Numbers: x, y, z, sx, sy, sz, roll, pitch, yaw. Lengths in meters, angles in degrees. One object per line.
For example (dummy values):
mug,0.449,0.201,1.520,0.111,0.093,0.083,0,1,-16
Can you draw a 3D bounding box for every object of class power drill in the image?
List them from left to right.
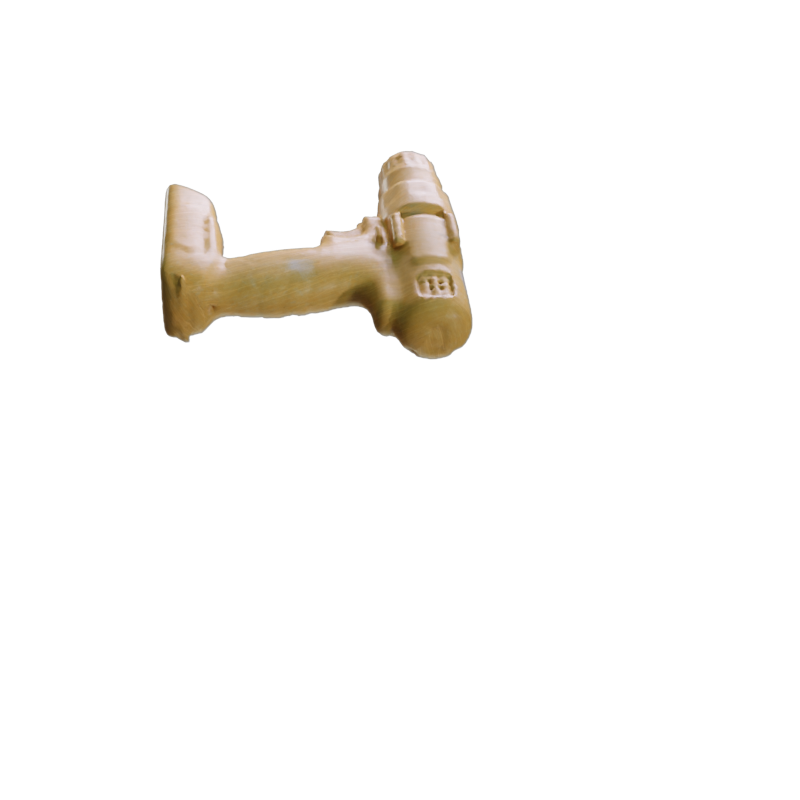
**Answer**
power drill,-0.055,-0.100,0.700,0.187,0.054,0.198,-3,41,-3
